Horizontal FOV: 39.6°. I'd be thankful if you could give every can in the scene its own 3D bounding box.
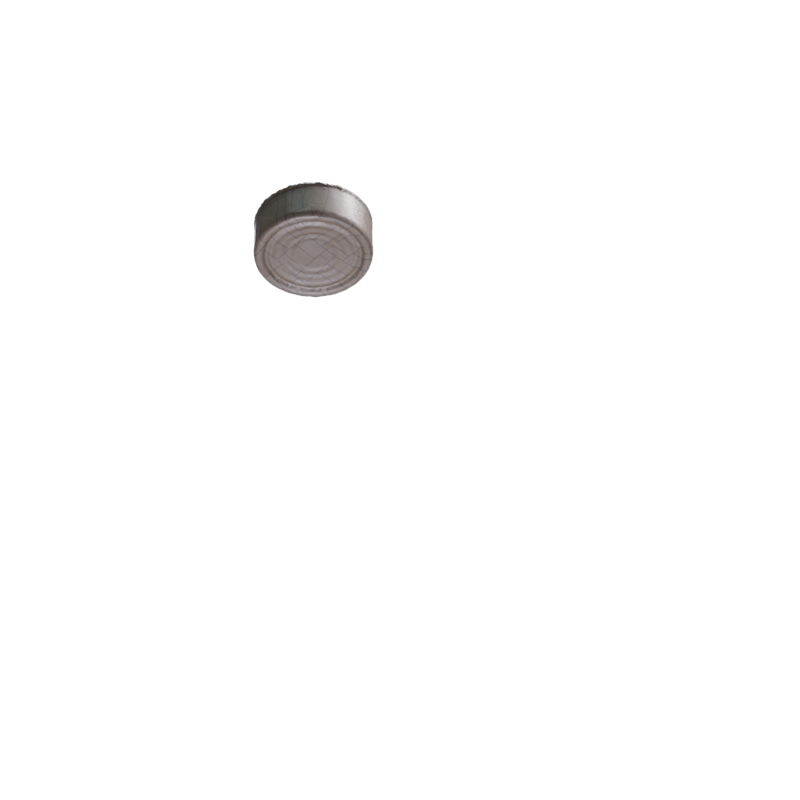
[{"bbox_3d":[-0.062,-0.113,0.789,0.086,0.036,0.080,1,-40,-1],"label":"can"}]
